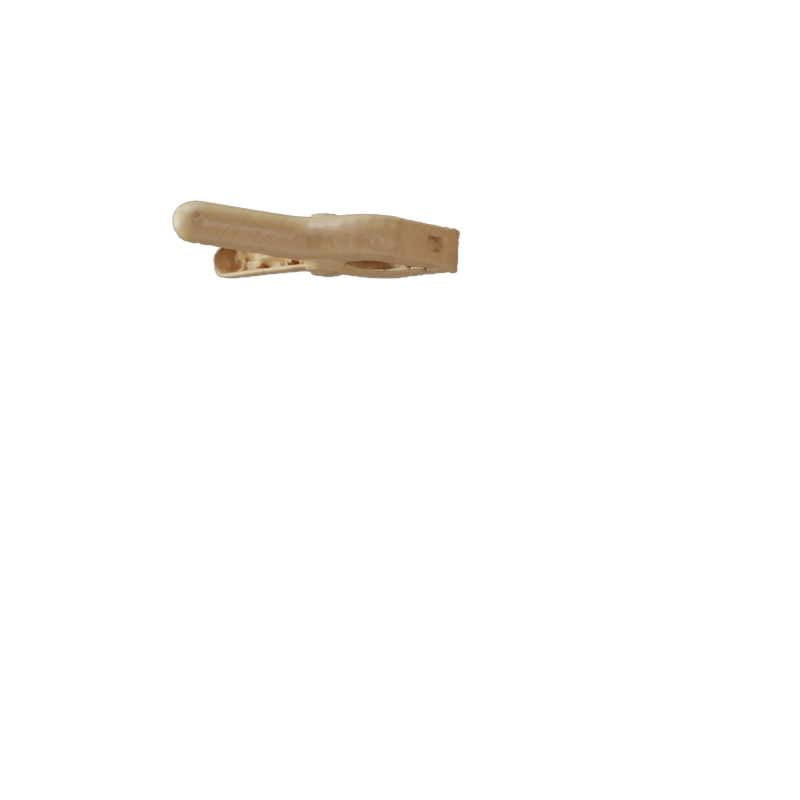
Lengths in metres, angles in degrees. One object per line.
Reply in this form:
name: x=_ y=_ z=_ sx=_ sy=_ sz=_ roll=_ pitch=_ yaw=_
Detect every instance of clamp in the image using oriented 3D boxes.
clamp: x=-0.053 y=-0.097 z=0.677 sx=0.175 sy=0.040 sz=0.116 roll=0 pitch=-2 yaw=15
